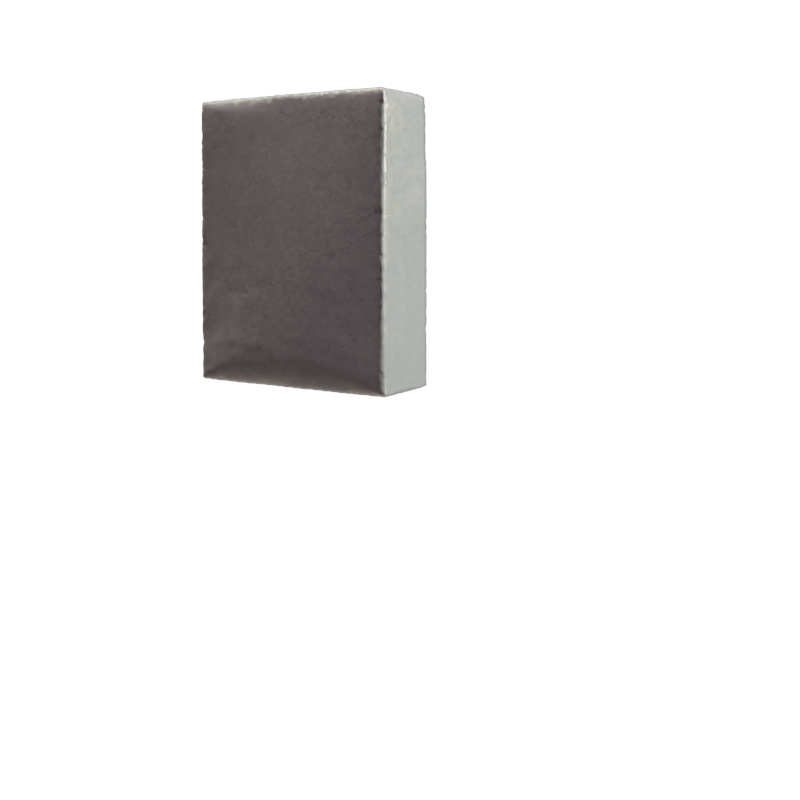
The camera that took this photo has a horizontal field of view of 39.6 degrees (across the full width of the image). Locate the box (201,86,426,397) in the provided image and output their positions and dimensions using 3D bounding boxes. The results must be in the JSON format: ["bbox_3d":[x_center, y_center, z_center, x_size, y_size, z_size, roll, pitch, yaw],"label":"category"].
[{"bbox_3d":[-0.065,-0.118,0.825,0.170,0.213,0.069,3,3,33],"label":"box"}]
